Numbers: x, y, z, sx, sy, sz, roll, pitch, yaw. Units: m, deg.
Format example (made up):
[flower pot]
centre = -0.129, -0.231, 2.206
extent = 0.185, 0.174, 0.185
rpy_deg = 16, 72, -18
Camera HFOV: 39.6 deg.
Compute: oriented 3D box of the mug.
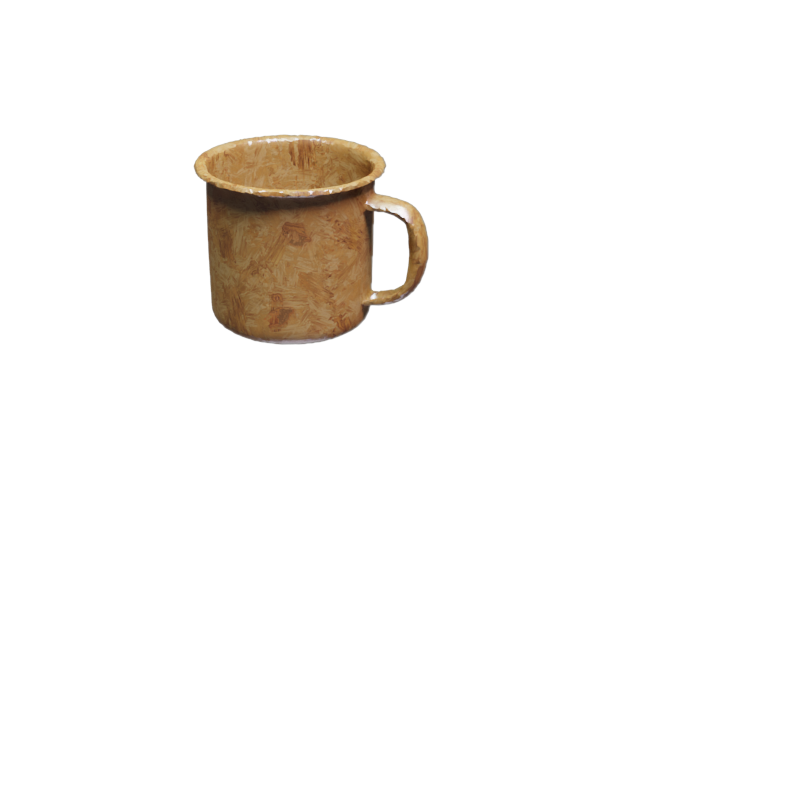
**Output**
[mug]
centre = -0.043, -0.078, 0.547
extent = 0.120, 0.077, 0.096
rpy_deg = 9, 27, 16
